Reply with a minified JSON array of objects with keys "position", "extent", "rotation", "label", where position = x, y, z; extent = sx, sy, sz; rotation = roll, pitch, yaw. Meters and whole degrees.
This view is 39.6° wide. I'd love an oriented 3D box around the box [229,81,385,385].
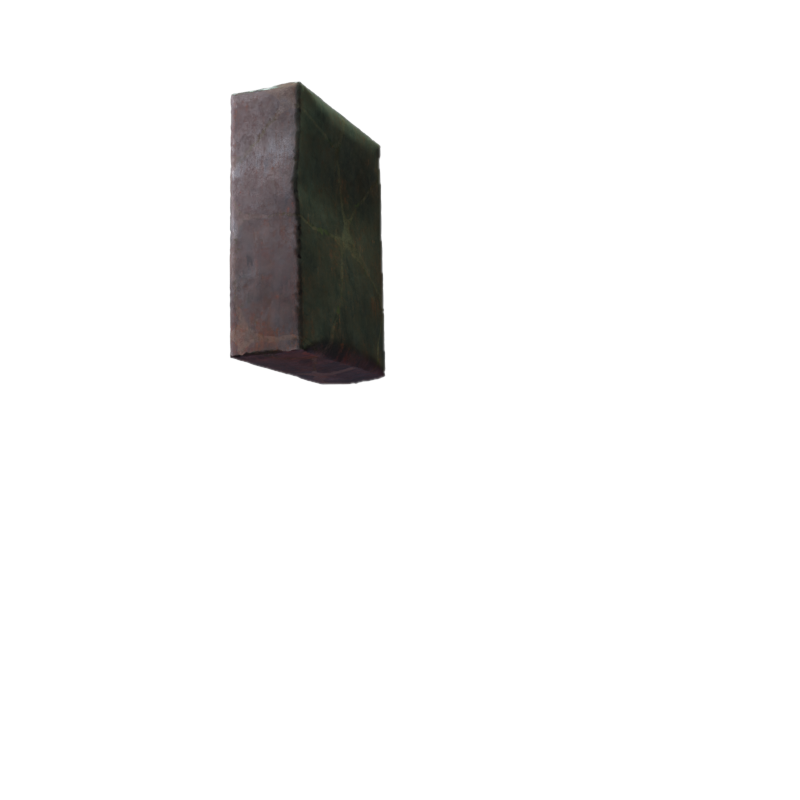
[{"position":[-0.071,-0.129,0.903],"extent":[0.073,0.221,0.155],"rotation":[-7,-14,22],"label":"box"}]
